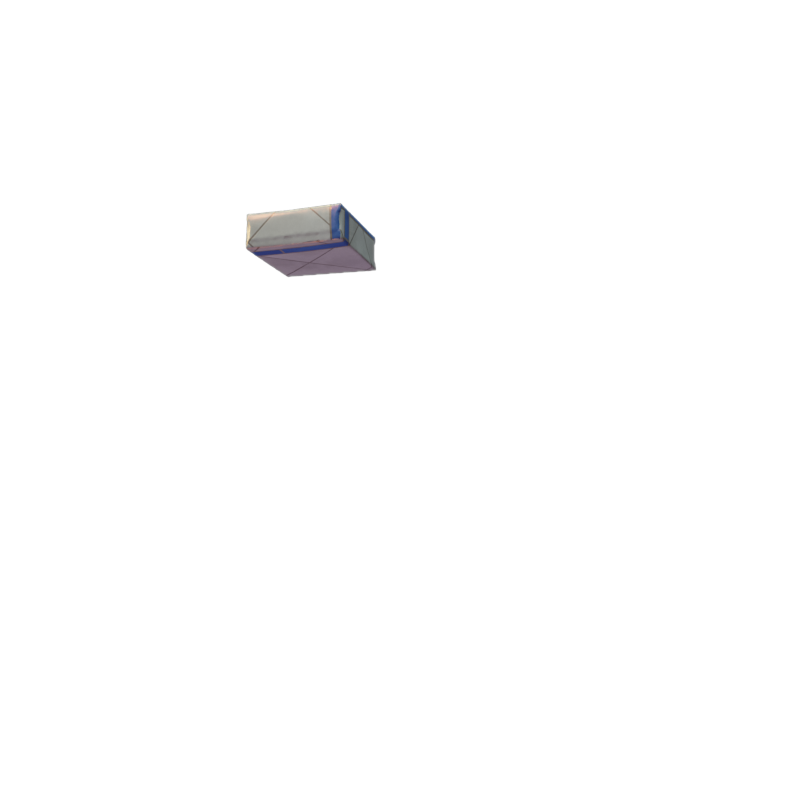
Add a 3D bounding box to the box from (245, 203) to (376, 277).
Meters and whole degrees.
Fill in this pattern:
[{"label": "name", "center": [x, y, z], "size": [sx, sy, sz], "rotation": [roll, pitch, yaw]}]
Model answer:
[{"label": "box", "center": [-0.064, -0.118, 0.824], "size": [0.074, 0.031, 0.085], "rotation": [-3, -10, 17]}]
